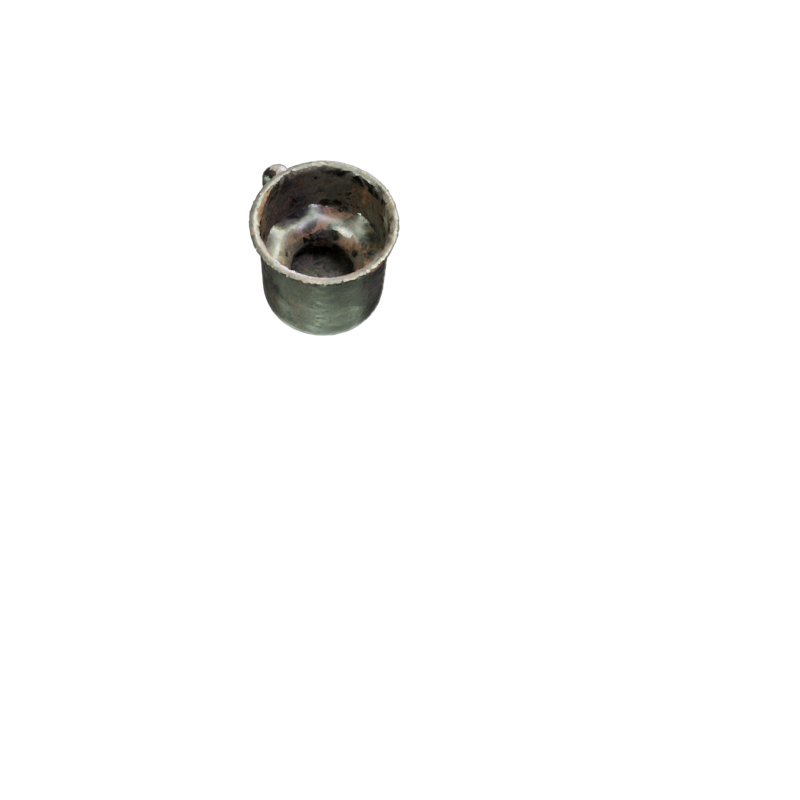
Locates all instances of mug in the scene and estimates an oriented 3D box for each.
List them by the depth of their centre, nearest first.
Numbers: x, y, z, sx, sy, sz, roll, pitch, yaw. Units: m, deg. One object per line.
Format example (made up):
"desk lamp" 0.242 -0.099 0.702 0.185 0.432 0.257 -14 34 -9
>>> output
"mug" -0.057 -0.103 0.722 0.093 0.124 0.077 -31 -24 -17
